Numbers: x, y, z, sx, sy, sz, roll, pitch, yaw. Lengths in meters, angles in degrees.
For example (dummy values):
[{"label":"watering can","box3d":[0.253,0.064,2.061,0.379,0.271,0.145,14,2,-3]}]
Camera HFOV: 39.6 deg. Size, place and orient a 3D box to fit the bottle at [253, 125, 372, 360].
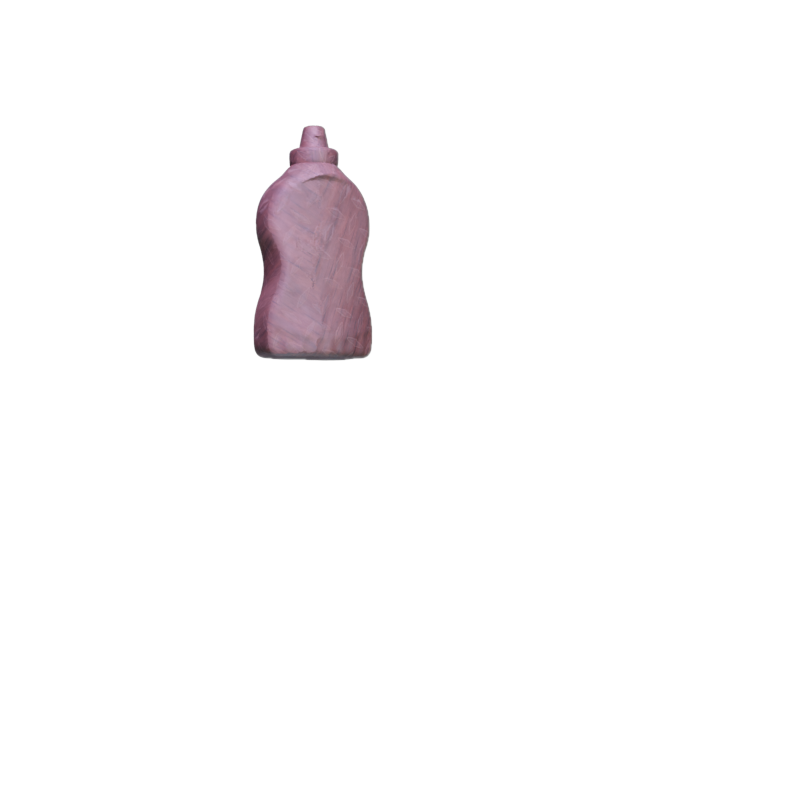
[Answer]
[{"label":"bottle","box3d":[-0.071,-0.130,0.909,0.093,0.196,0.059,3,-9,-26]}]
